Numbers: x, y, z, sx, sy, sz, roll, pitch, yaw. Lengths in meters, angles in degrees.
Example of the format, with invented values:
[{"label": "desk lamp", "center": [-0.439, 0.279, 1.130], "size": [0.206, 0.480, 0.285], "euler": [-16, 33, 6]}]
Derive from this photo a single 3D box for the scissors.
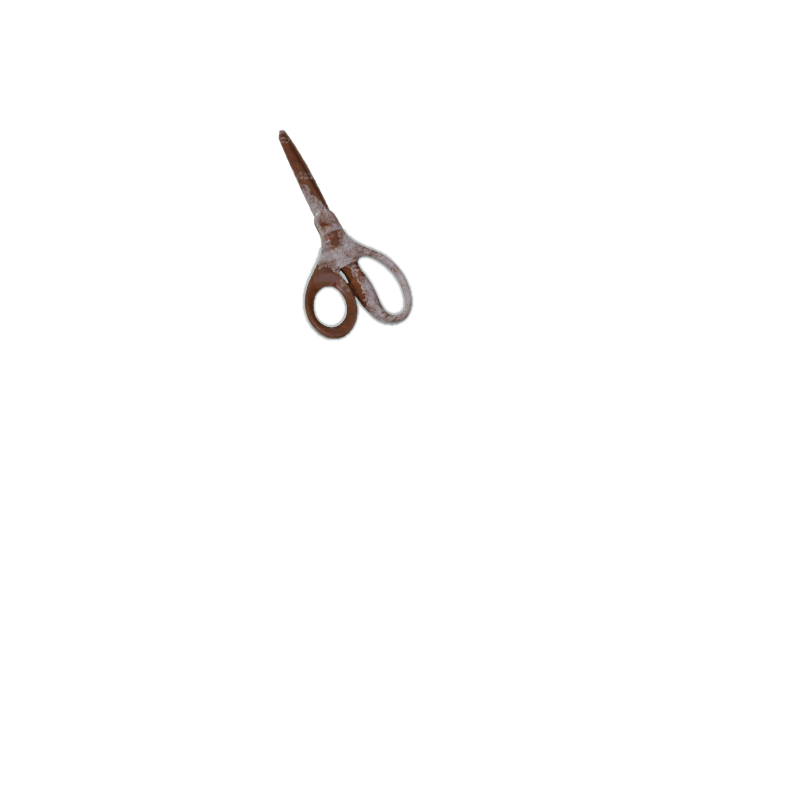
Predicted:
[{"label": "scissors", "center": [-0.073, -0.133, 0.930], "size": [0.097, 0.211, 0.015], "euler": [-37, -18, -14]}]
